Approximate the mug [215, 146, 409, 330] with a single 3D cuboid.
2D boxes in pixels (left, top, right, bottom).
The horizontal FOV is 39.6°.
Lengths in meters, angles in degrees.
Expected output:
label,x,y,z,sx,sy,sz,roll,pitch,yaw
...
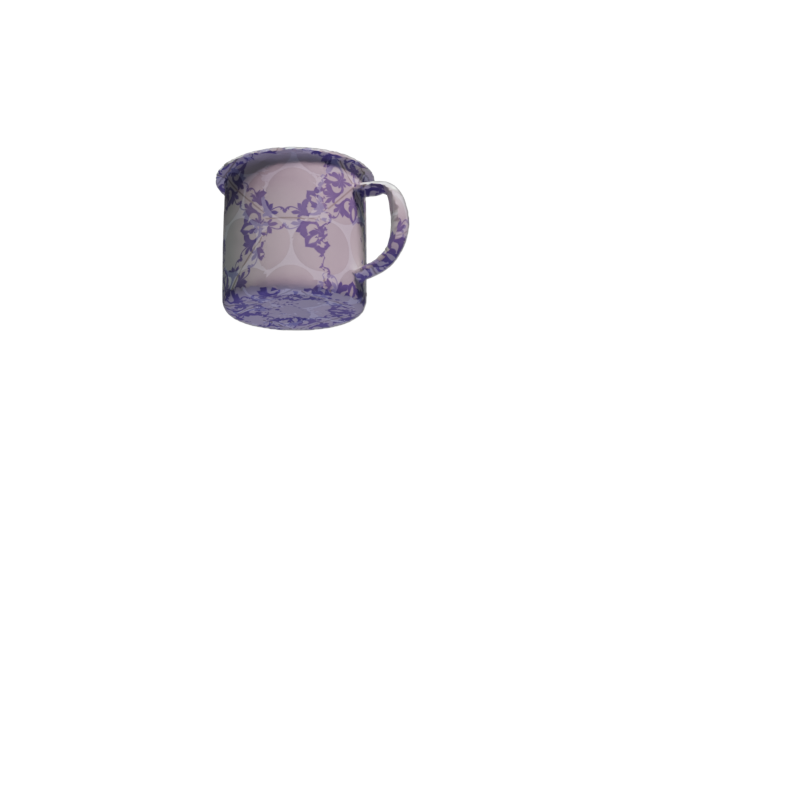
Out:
label,x,y,z,sx,sy,sz,roll,pitch,yaw
mug,-0.049,-0.090,0.629,0.119,0.085,0.087,-8,-18,24
